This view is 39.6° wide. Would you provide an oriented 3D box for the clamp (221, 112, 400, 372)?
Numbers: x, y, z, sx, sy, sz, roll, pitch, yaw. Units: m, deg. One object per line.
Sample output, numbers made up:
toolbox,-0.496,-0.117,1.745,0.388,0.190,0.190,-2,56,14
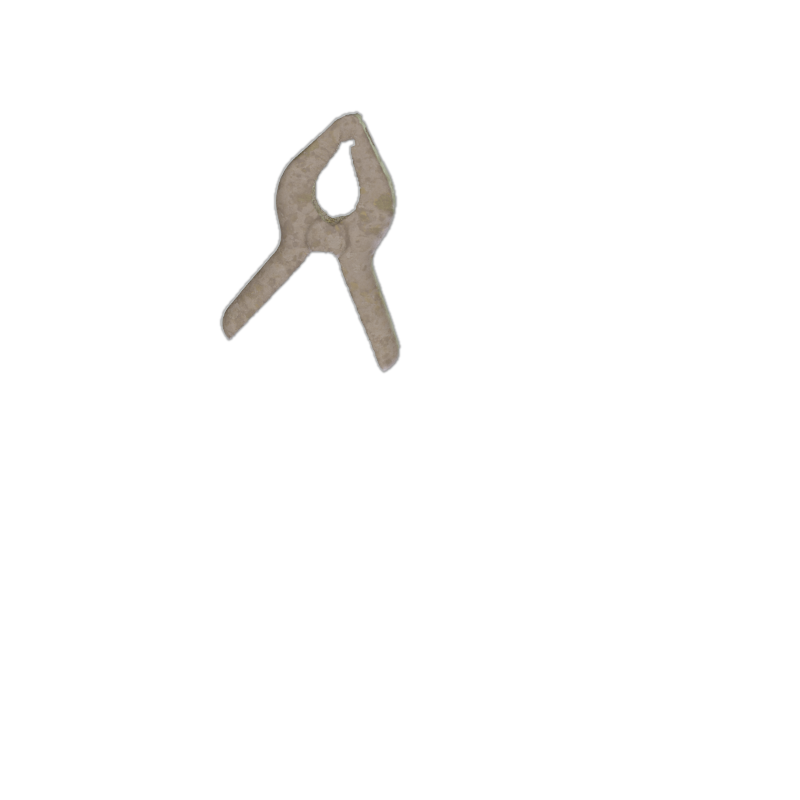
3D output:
clamp,-0.057,-0.105,0.734,0.120,0.168,0.040,2,8,-1
